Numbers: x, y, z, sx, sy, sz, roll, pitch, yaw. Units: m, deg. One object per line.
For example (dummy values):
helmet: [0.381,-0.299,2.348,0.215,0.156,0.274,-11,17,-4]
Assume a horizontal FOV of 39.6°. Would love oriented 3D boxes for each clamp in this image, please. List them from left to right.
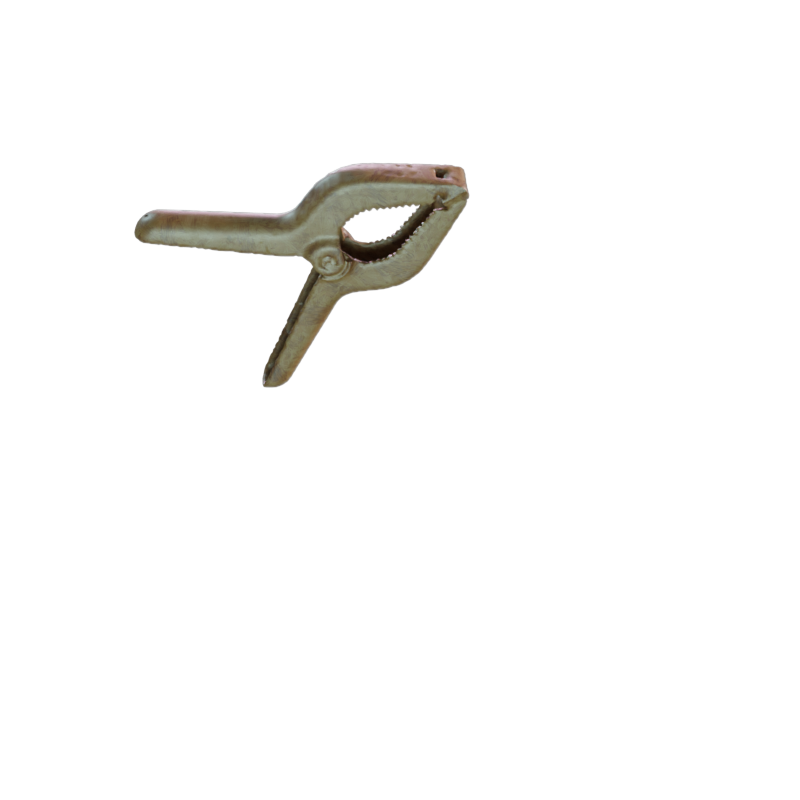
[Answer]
clamp: [-0.057,-0.103,0.724,0.209,0.039,0.154,-30,-56,22]
